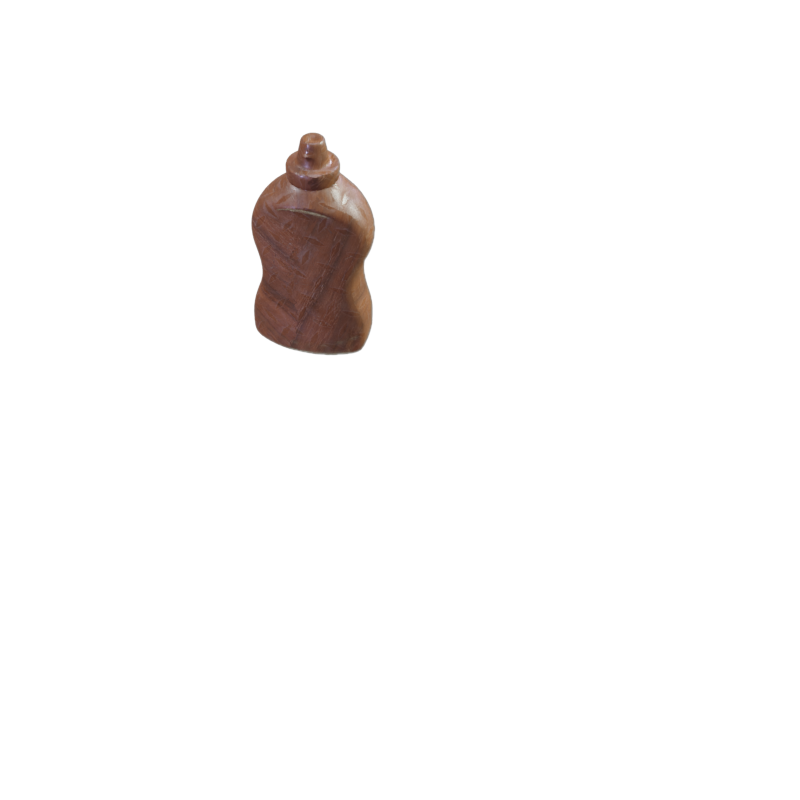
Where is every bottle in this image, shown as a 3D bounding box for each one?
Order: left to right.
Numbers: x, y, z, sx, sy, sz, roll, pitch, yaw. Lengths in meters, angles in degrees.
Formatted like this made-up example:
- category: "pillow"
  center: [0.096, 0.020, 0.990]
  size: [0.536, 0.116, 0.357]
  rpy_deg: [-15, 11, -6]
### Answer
- category: "bottle"
  center: [-0.069, -0.124, 0.874]
  size: [0.098, 0.179, 0.061]
  rpy_deg: [13, 41, 12]
